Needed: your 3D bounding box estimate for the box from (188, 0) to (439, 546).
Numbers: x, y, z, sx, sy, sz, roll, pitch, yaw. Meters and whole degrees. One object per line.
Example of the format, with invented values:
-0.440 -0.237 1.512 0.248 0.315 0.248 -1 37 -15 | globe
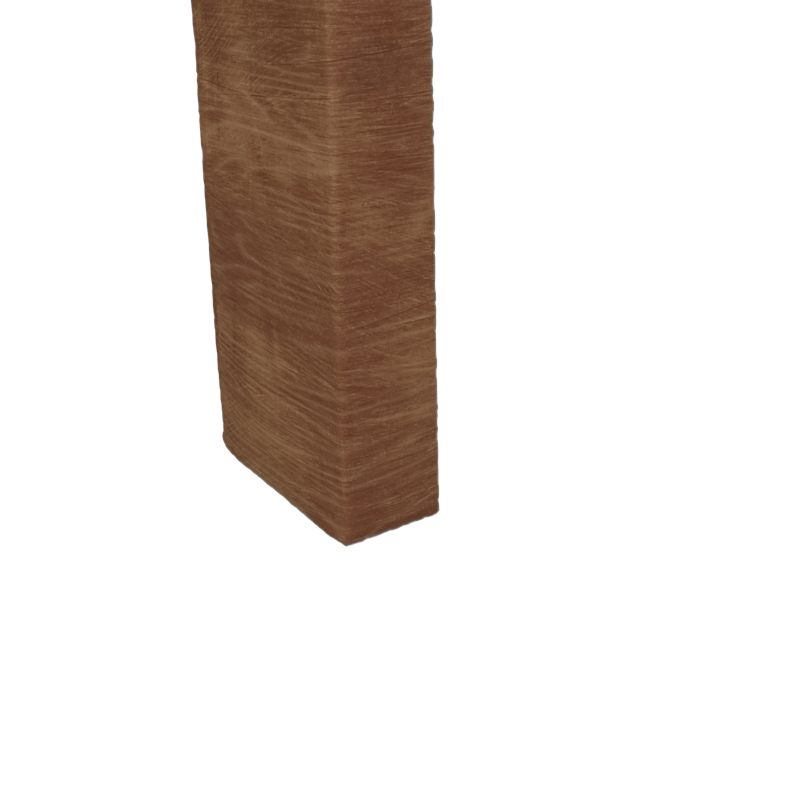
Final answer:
-0.029 -0.053 0.374 0.047 0.170 0.099 -9 20 -32 | box
